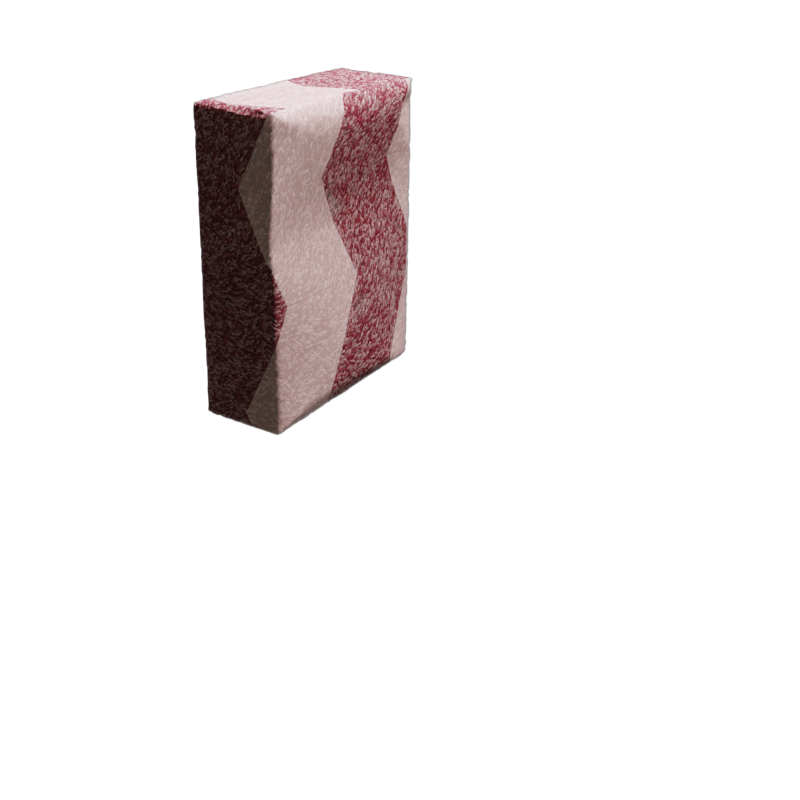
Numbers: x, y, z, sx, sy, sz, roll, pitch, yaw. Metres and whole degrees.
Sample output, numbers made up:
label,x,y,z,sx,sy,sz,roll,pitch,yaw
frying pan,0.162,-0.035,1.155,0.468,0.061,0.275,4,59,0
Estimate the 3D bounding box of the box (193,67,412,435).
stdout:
label,x,y,z,sx,sy,sz,roll,pitch,yaw
box,-0.059,-0.108,0.759,0.075,0.204,0.164,13,25,30
